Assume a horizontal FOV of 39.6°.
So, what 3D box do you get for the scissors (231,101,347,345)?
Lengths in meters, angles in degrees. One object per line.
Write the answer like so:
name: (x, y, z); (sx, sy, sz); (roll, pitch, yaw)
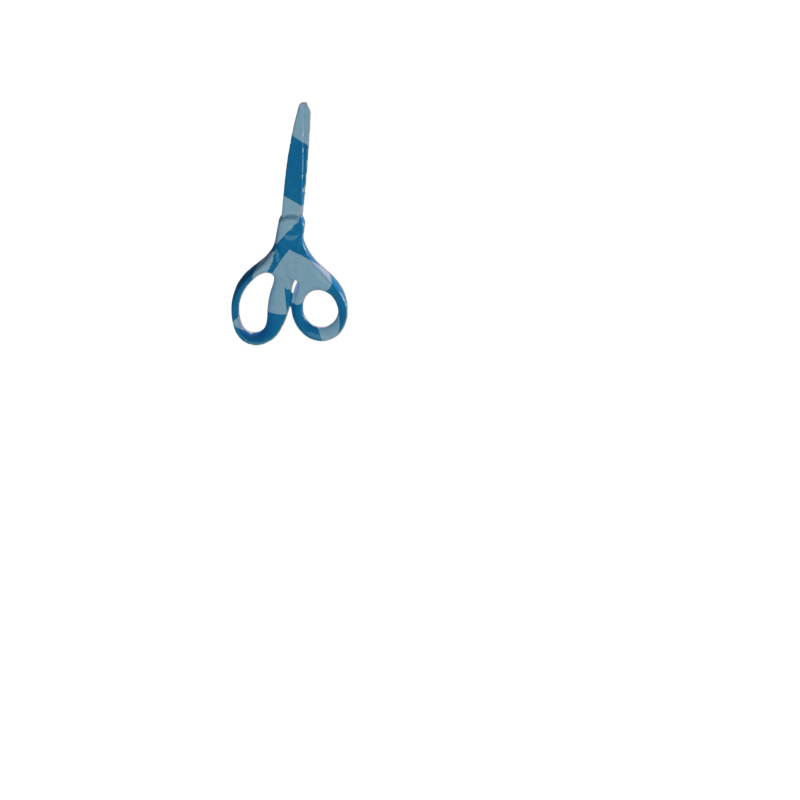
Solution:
scissors: (-0.063, -0.115, 0.802); (0.094, 0.194, 0.017); (20, 32, -13)
